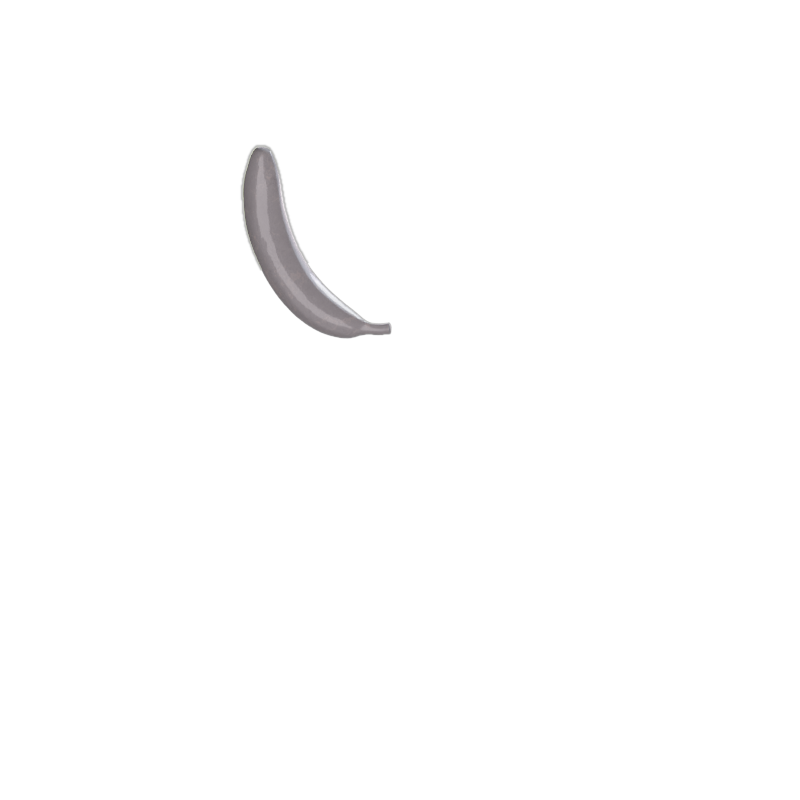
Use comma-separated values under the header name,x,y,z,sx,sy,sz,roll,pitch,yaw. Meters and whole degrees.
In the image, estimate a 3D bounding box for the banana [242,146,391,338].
name,x,y,z,sx,sy,sz,roll,pitch,yaw
banana,-0.088,-0.123,0.951,0.069,0.191,0.038,-33,14,9
